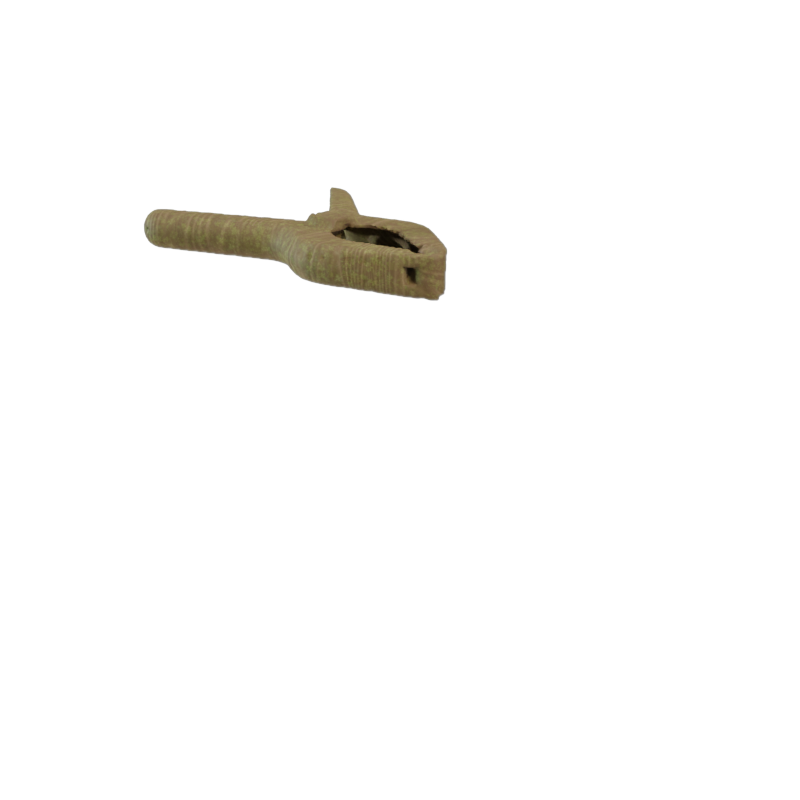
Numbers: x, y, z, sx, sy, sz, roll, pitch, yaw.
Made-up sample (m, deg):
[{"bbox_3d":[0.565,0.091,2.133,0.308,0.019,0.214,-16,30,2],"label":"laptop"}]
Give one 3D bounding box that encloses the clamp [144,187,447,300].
[{"bbox_3d":[-0.054,-0.099,0.695,0.161,0.035,0.223,-12,24,-29],"label":"clamp"}]
